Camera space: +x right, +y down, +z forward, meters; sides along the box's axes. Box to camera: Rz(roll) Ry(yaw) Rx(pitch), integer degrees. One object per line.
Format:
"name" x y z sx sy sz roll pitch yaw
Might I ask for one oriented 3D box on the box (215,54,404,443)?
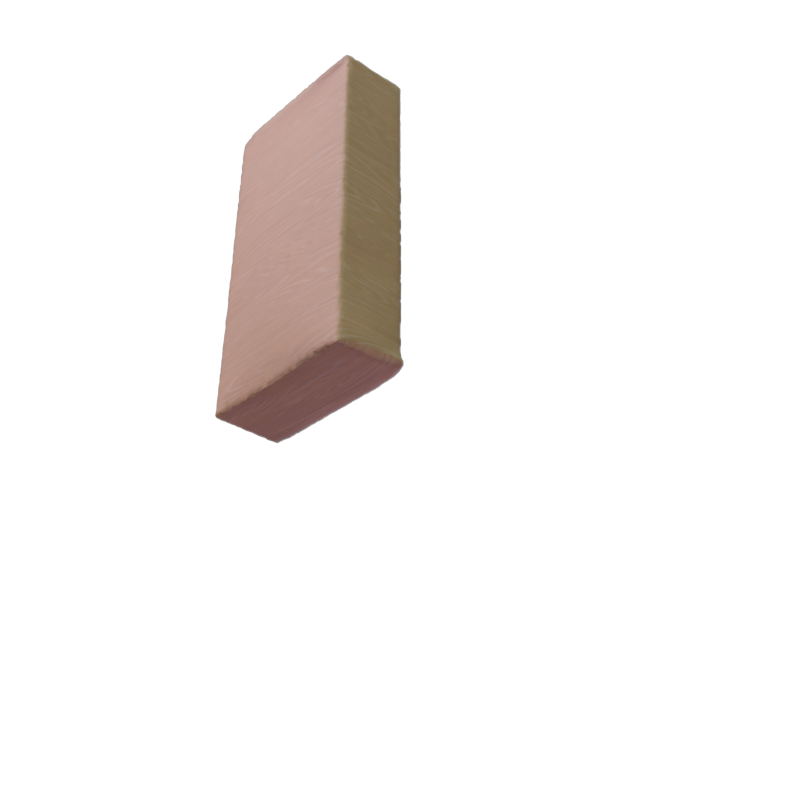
"box" -0.043 -0.079 0.550 0.045 0.189 0.093 26 -43 -35
